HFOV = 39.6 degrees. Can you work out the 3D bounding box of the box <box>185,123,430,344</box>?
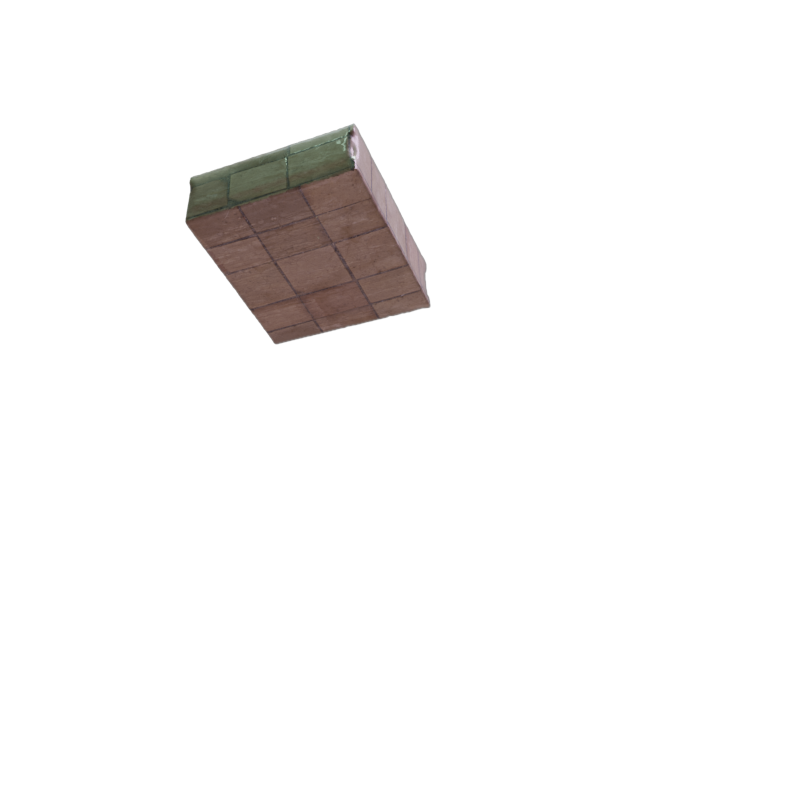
[{"bbox_3d":[-0.036,-0.065,0.459,0.074,0.032,0.082,-14,-40,17],"label":"box"}]
